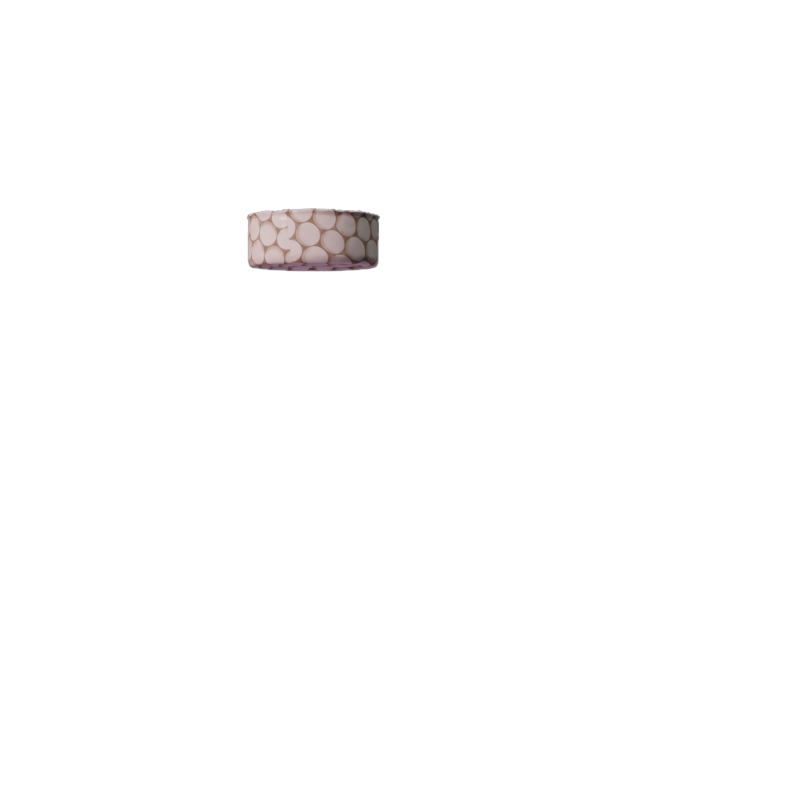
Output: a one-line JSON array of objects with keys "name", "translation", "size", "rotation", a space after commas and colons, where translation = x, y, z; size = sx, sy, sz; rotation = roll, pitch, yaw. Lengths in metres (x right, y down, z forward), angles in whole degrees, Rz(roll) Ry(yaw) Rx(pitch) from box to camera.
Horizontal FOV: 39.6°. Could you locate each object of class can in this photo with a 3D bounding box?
[{"name": "can", "translation": [-0.056, -0.102, 0.714], "size": [0.086, 0.034, 0.086], "rotation": [0, 2, -2]}]
